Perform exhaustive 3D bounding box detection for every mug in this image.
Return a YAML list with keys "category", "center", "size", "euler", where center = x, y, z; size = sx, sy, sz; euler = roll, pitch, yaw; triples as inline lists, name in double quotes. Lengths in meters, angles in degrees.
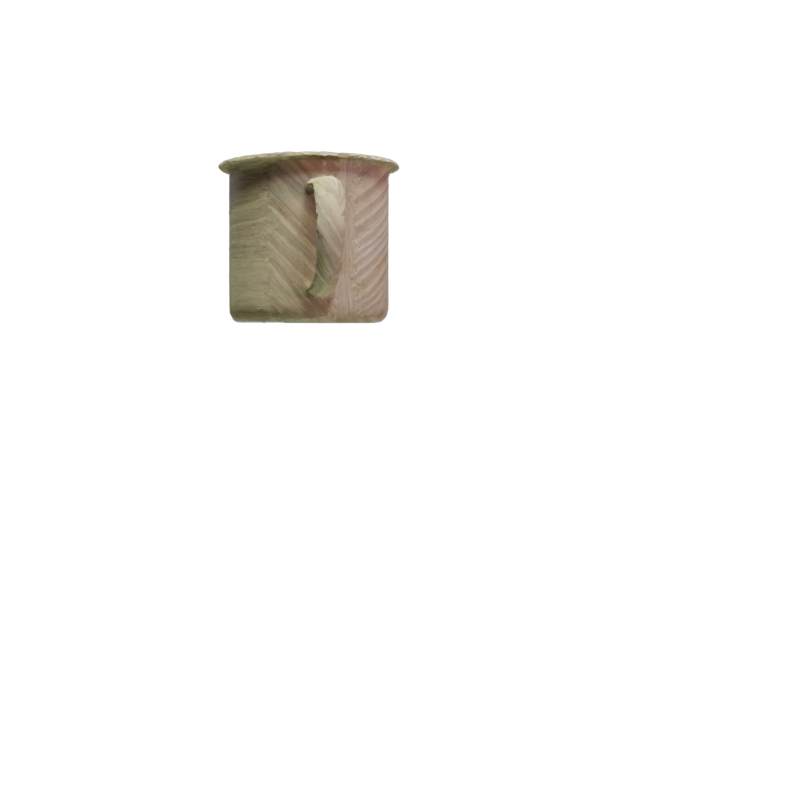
- category: "mug"
  center: [-0.044, -0.080, 0.557]
  size: [0.092, 0.082, 0.119]
  euler: [0, 1, -14]
